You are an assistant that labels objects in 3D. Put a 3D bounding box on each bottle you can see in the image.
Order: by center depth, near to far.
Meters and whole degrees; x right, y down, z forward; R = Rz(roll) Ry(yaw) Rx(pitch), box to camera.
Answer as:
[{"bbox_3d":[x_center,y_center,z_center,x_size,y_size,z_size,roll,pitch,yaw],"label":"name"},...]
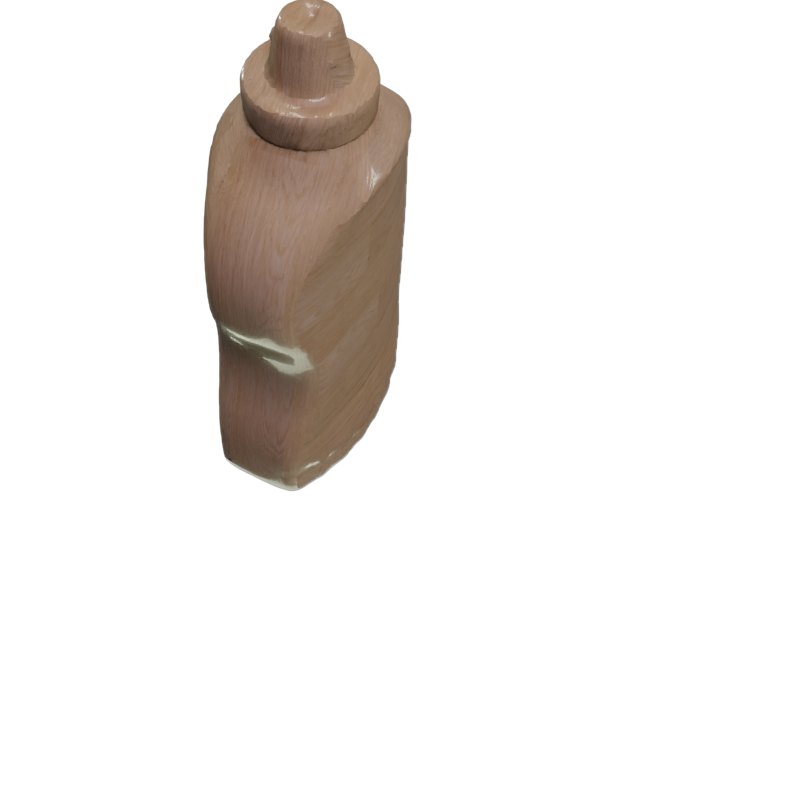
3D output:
[{"bbox_3d":[-0.030,-0.054,0.377,0.060,0.099,0.179,24,-33,12],"label":"bottle"}]
